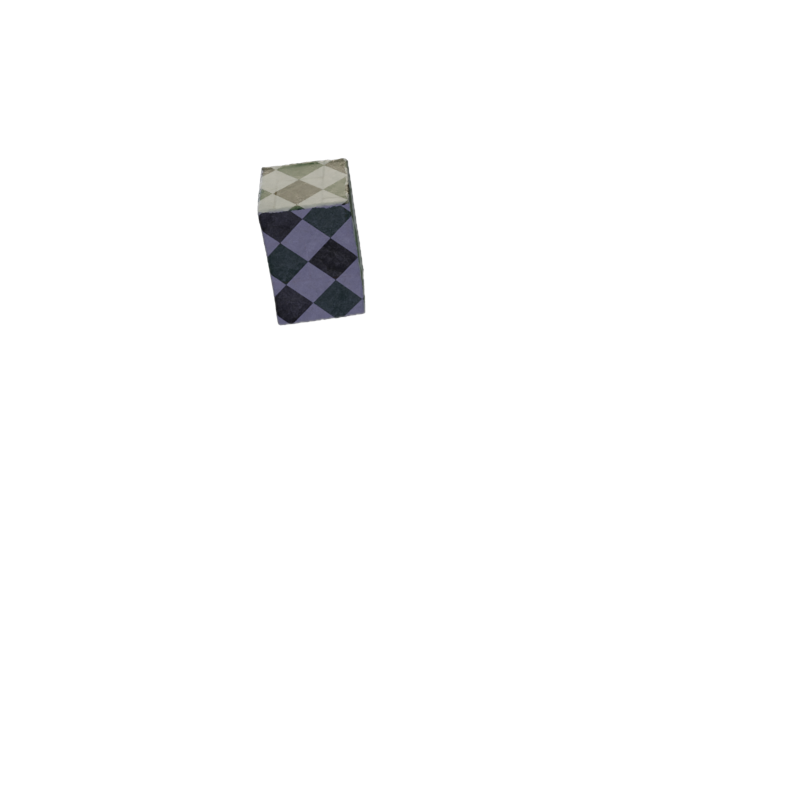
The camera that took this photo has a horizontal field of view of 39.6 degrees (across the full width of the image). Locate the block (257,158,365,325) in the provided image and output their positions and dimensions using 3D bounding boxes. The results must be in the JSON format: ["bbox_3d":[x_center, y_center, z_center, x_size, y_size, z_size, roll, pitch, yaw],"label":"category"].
[{"bbox_3d":[-0.050,-0.091,0.638,0.053,0.073,0.055,-6,35,2],"label":"block"}]
